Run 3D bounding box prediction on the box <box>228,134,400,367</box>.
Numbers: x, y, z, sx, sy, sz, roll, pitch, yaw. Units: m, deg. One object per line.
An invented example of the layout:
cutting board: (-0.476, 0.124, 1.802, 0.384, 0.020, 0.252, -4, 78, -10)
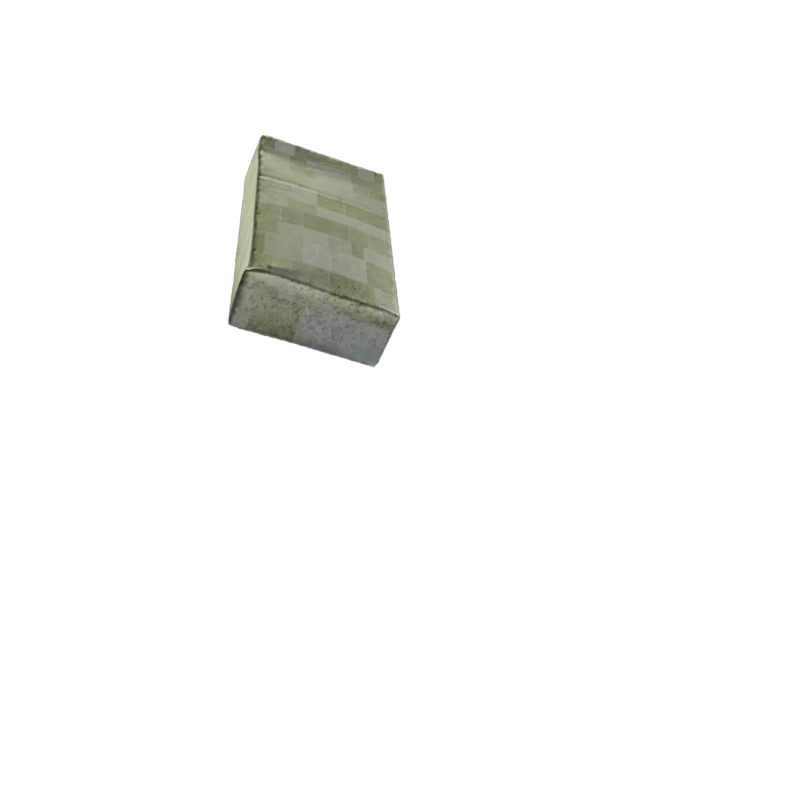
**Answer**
box: (-0.054, -0.099, 0.696, 0.091, 0.046, 0.188, 16, 31, -13)
